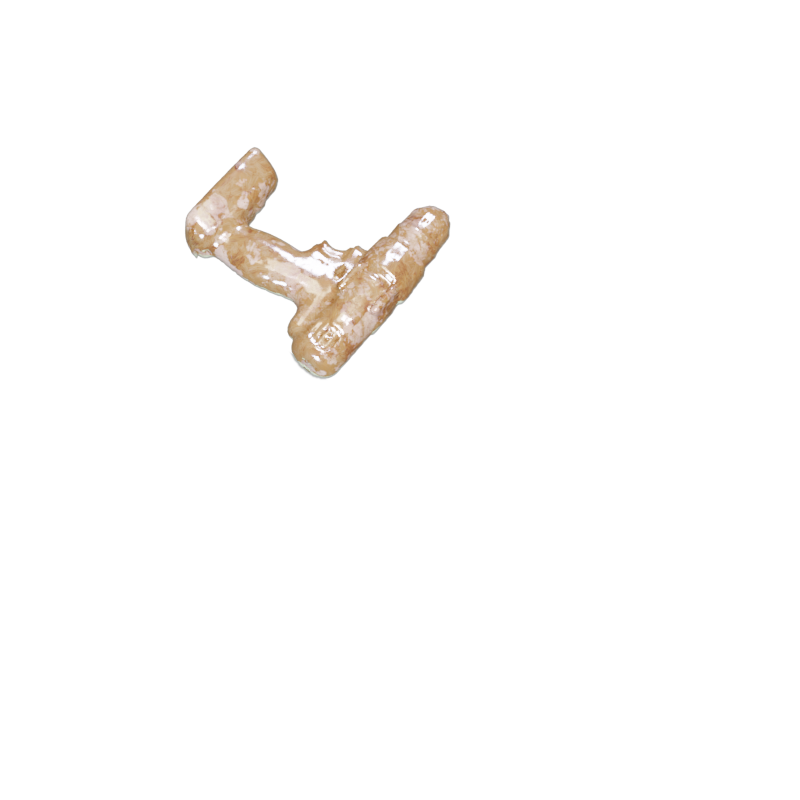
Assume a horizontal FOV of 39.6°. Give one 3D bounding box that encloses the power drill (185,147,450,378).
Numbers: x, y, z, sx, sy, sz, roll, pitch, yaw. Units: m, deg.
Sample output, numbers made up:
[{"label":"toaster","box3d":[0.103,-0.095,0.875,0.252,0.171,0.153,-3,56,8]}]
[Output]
[{"label":"power drill","box3d":[-0.074,-0.135,0.943,0.196,0.188,0.054,35,-23,17]}]
